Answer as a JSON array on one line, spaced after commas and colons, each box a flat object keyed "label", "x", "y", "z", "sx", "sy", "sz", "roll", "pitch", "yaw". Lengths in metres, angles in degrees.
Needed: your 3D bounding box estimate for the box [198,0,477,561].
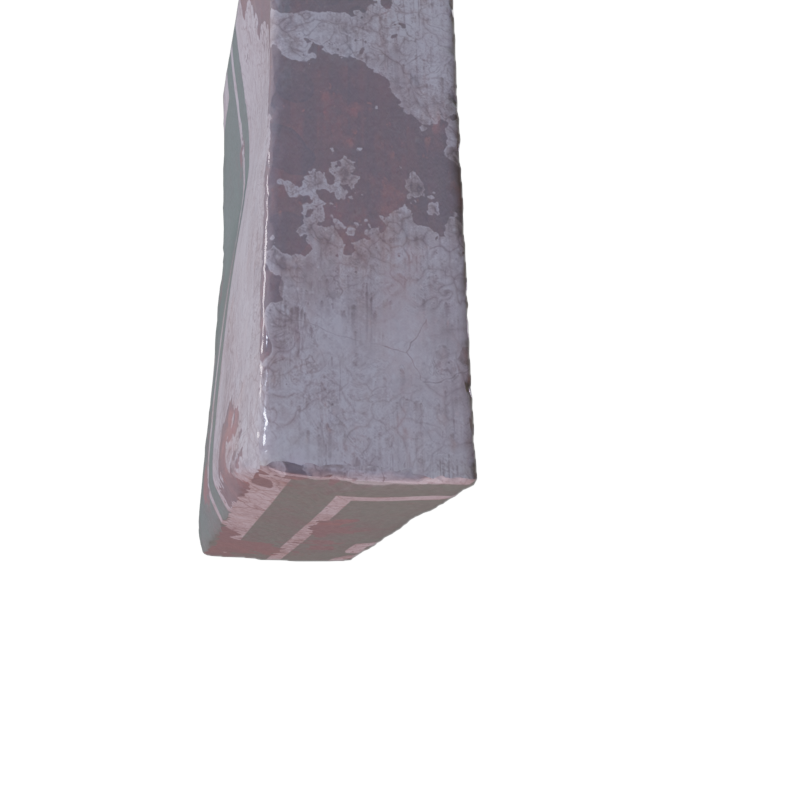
[{"label": "box", "x": -0.033, "y": -0.059, "z": 0.416, "sx": 0.071, "sy": 0.225, "sz": 0.159, "roll": 4, "pitch": -20, "yaw": -14}]
